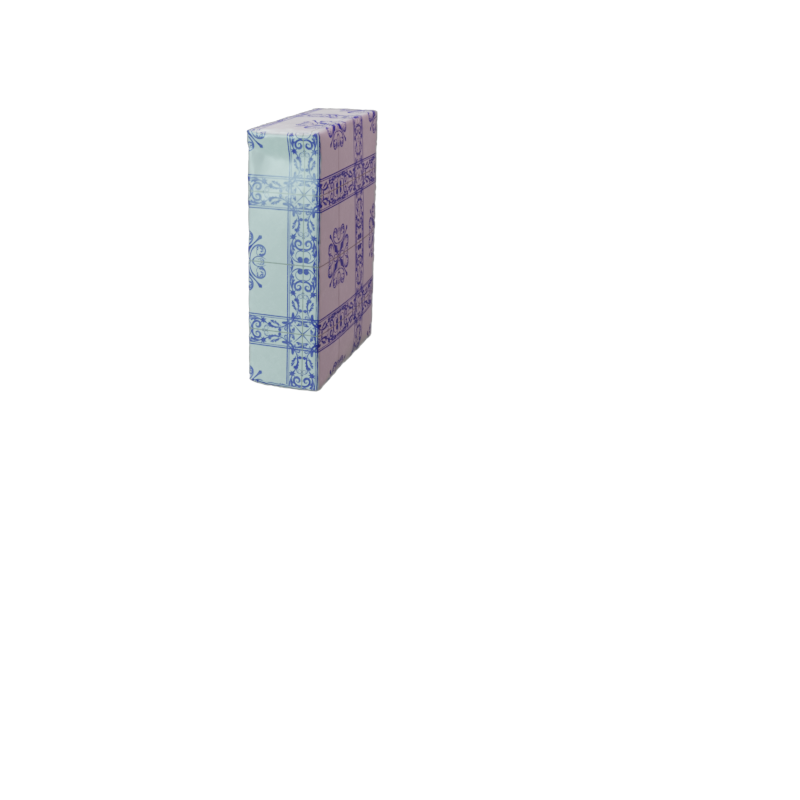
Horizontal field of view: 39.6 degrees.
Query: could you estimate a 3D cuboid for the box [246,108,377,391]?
[{"bbox_3d":[-0.075,-0.136,0.954,0.073,0.207,0.166,5,17,14],"label":"box"}]
